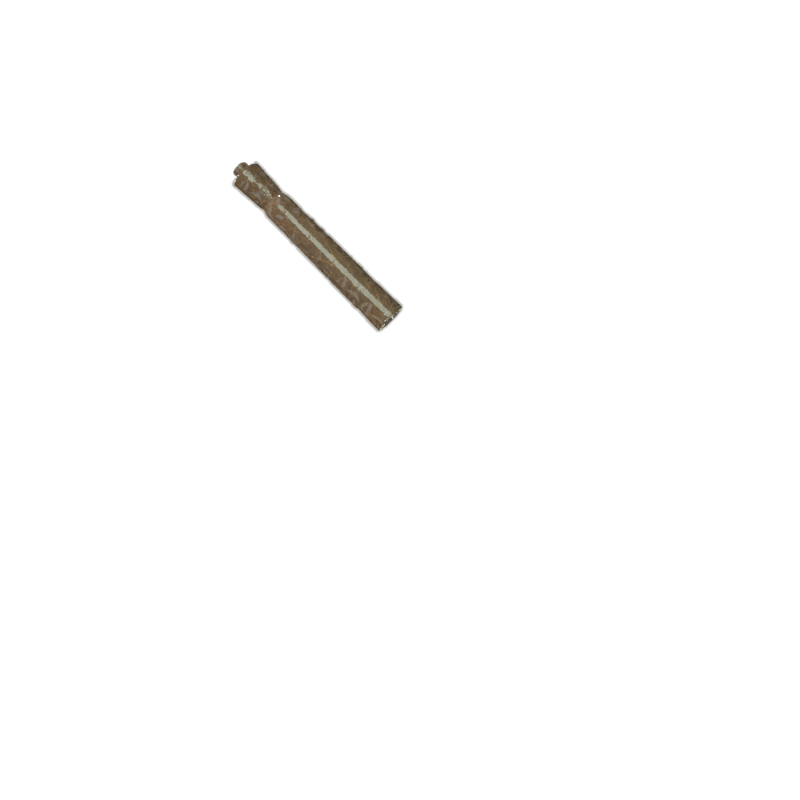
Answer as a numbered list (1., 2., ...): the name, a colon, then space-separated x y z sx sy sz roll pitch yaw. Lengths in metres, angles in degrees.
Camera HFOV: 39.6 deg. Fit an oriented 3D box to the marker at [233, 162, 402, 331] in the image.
1. marker: -0.048 -0.087 0.606 0.125 0.019 0.019 46 14 12
